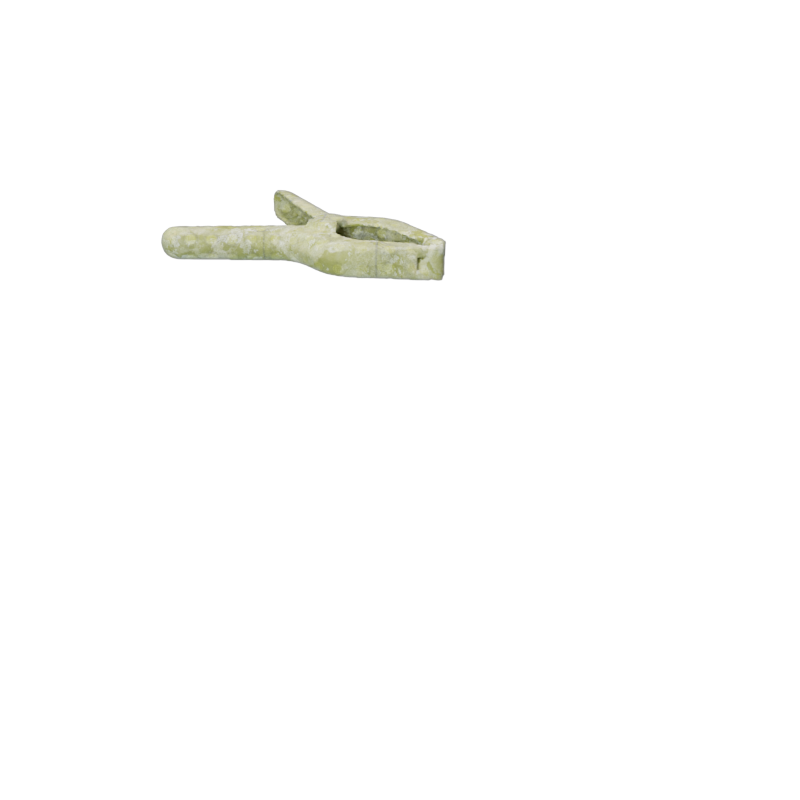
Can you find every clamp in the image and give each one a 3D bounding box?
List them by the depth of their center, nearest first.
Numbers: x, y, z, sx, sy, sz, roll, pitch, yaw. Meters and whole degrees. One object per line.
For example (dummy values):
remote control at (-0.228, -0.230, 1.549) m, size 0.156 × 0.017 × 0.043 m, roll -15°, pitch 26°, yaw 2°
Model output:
clamp at (-0.067, -0.122, 0.854) m, size 0.221 × 0.035 × 0.163 m, roll 18°, pitch 29°, yaw 34°
